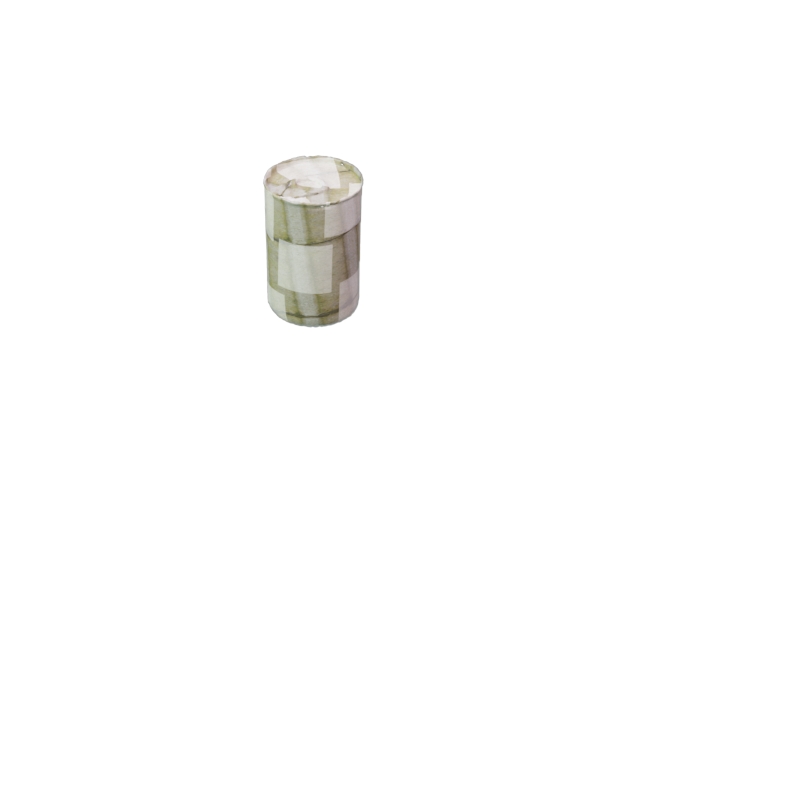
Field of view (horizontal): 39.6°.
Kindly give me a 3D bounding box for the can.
[{"bbox_3d":[-0.061,-0.111,0.777,0.068,0.096,0.073,0,36,-3],"label":"can"}]
